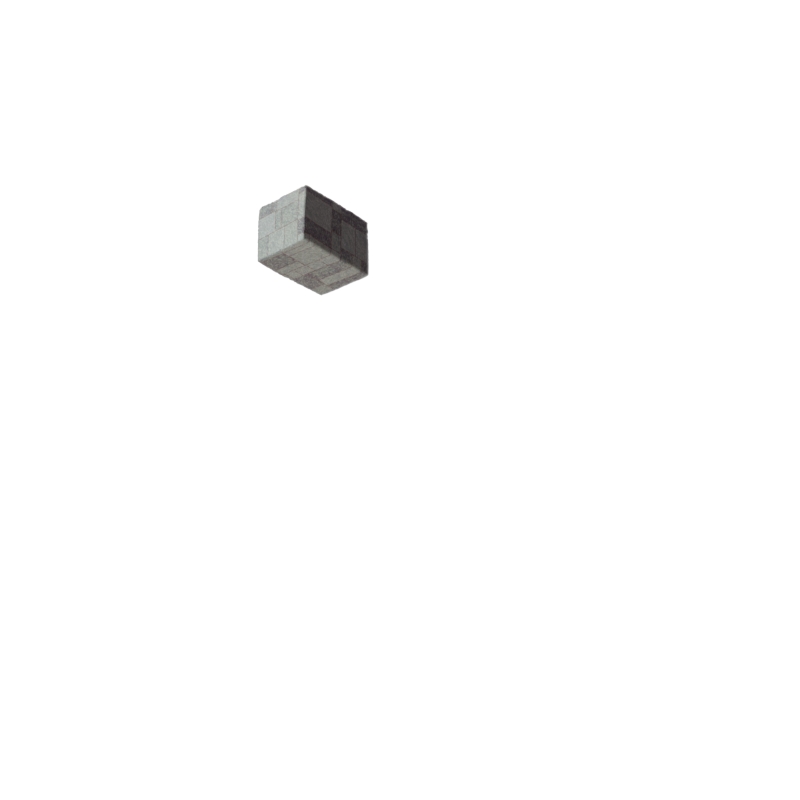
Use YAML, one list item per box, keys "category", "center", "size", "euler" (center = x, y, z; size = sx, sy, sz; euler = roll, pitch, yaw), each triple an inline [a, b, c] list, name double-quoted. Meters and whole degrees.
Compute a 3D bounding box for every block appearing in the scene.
- category: "block"
  center: [-0.069, -0.126, 0.883]
  size: [0.053, 0.054, 0.073]
  euler: [-22, -33, 35]
